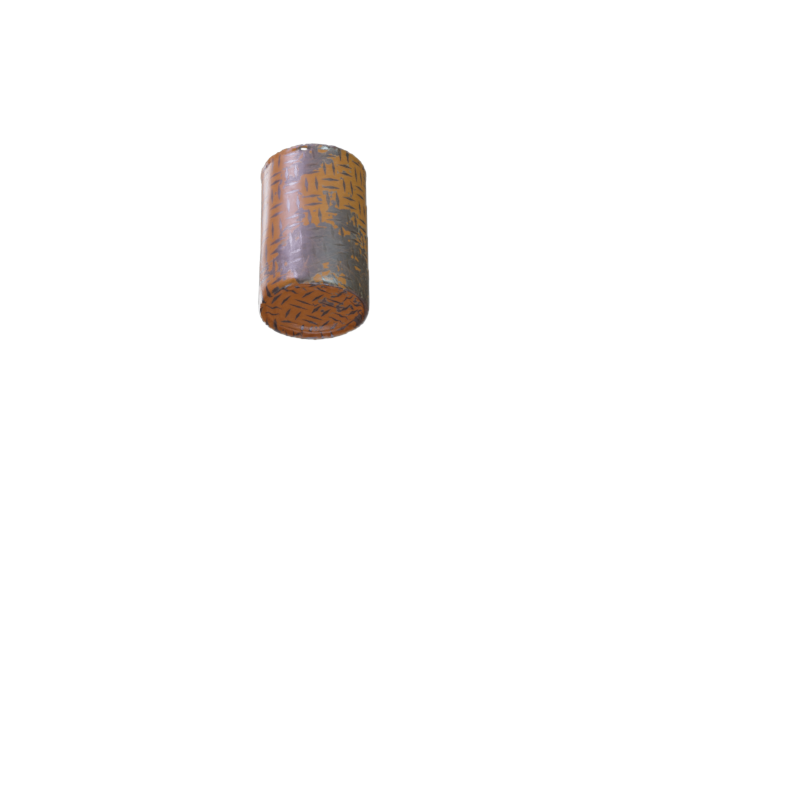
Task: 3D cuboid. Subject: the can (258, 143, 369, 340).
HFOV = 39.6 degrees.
[{"bbox_3d":[-0.053,-0.097,0.681,0.068,0.109,0.064,-1,-32,-2],"label":"can"}]
